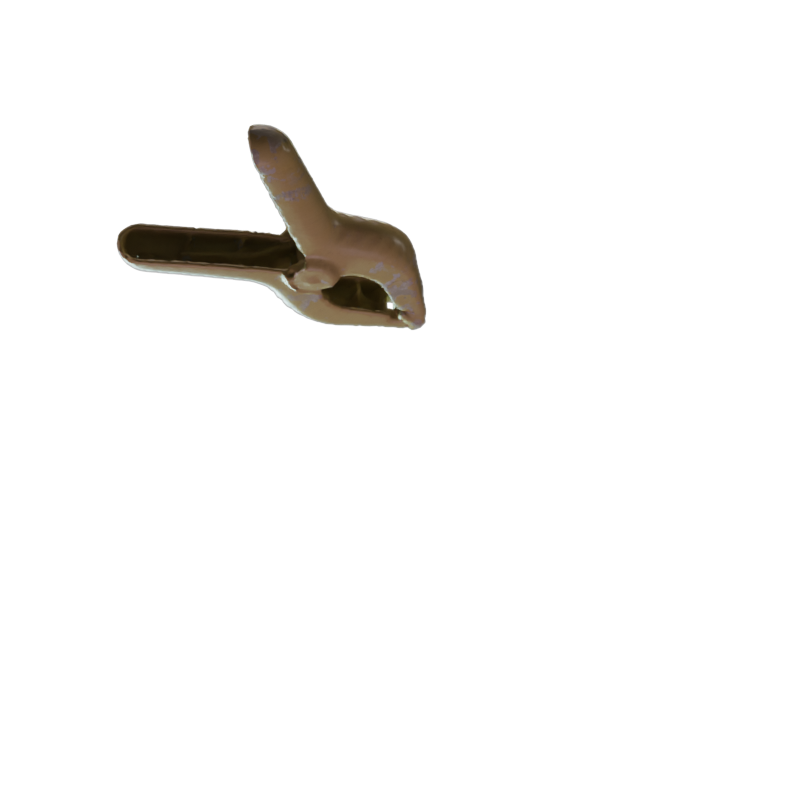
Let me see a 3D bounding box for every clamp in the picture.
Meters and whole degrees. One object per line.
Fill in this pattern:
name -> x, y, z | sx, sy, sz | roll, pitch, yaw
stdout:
clamp -> -0.044, -0.081, 0.567 | 0.163, 0.041, 0.119 | 15, -27, -31
